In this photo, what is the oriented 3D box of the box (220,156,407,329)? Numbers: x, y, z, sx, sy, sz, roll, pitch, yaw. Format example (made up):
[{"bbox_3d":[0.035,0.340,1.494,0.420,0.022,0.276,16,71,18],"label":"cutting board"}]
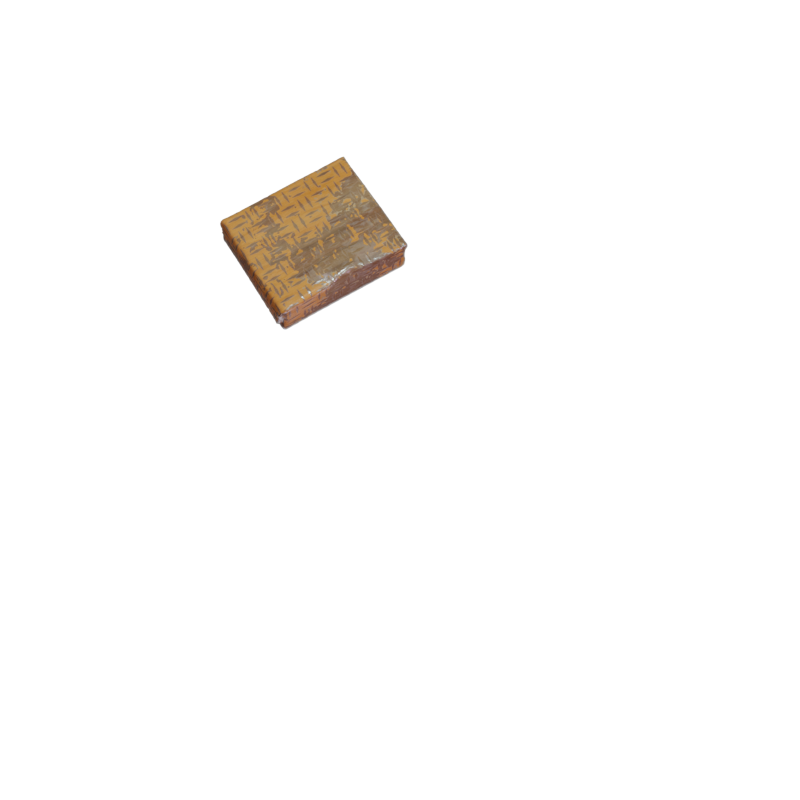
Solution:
[{"bbox_3d":[-0.052,-0.095,0.665,0.089,0.077,0.028,-29,-23,-14],"label":"box"}]
